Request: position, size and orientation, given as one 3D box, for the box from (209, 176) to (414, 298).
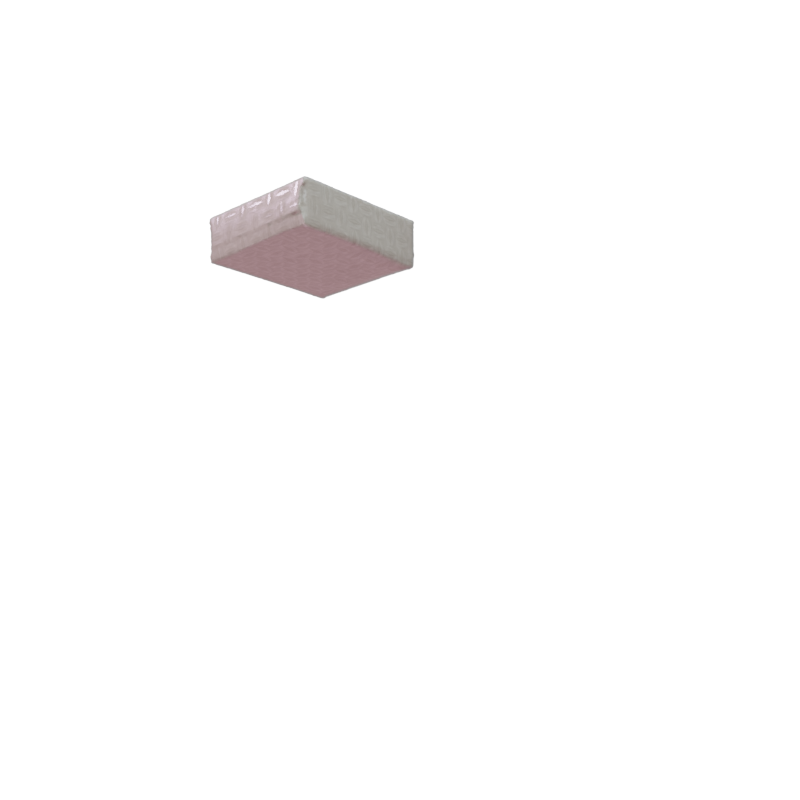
[{"bbox_3d":[-0.058,-0.107,0.748,0.091,0.041,0.107,-15,-22,39],"label":"box"}]
